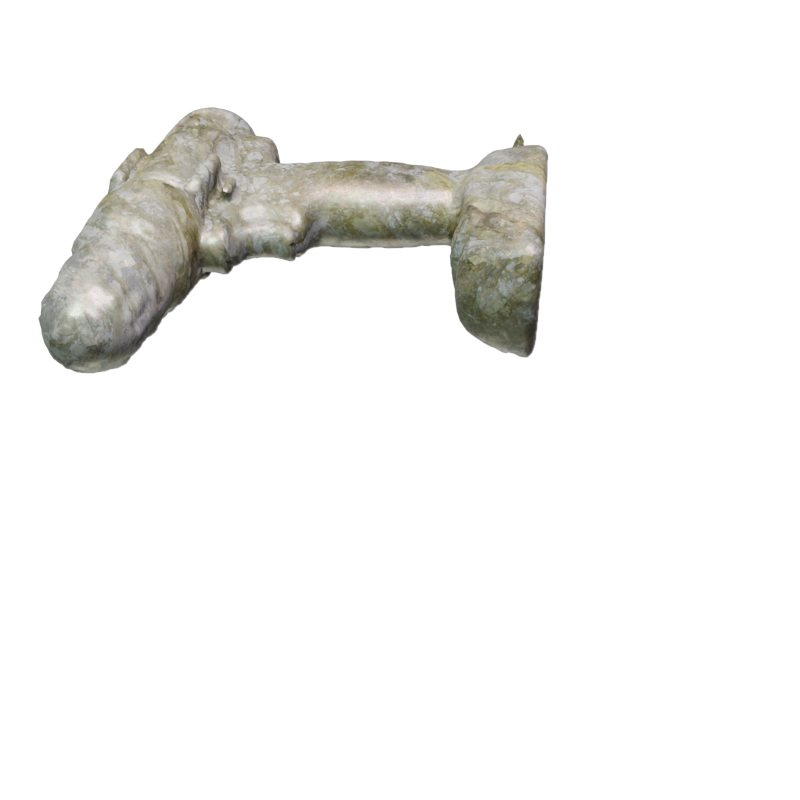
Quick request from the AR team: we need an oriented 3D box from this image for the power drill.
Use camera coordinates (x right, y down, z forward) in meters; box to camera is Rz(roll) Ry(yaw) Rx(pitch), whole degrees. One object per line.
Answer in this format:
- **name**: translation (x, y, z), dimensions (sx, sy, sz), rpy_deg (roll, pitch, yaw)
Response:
- **power drill**: translation (-0.036, -0.065, 0.458), dimensions (0.191, 0.054, 0.194), rpy_deg (7, 37, 9)
